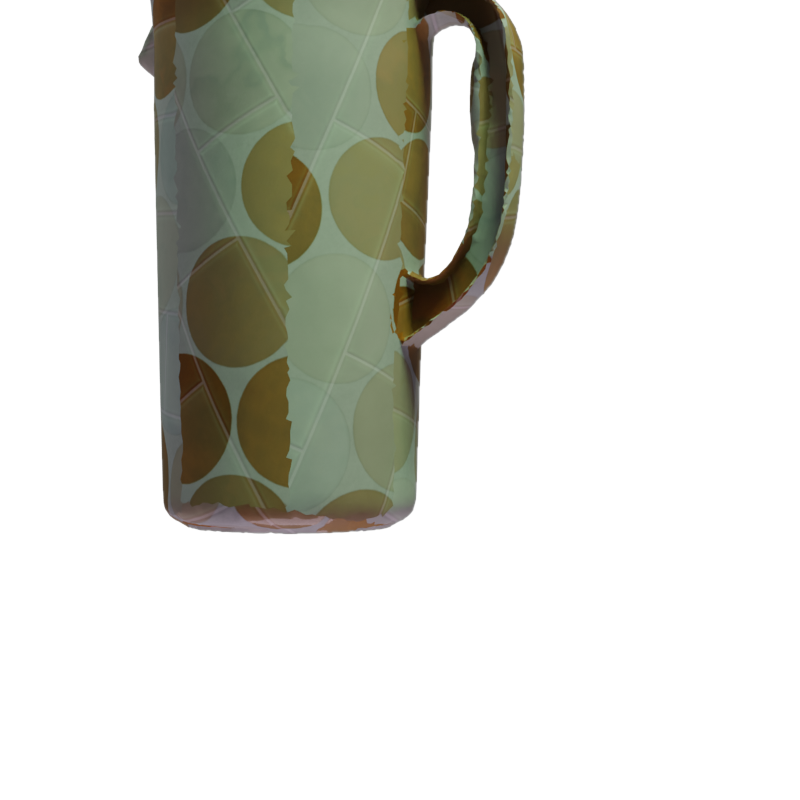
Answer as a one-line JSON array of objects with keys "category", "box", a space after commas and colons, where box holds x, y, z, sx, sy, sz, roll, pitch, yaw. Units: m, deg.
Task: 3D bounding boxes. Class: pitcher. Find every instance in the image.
[{"category": "pitcher", "box": [-0.038, -0.069, 0.487, 0.141, 0.248, 0.150, 3, -8, -21]}]
